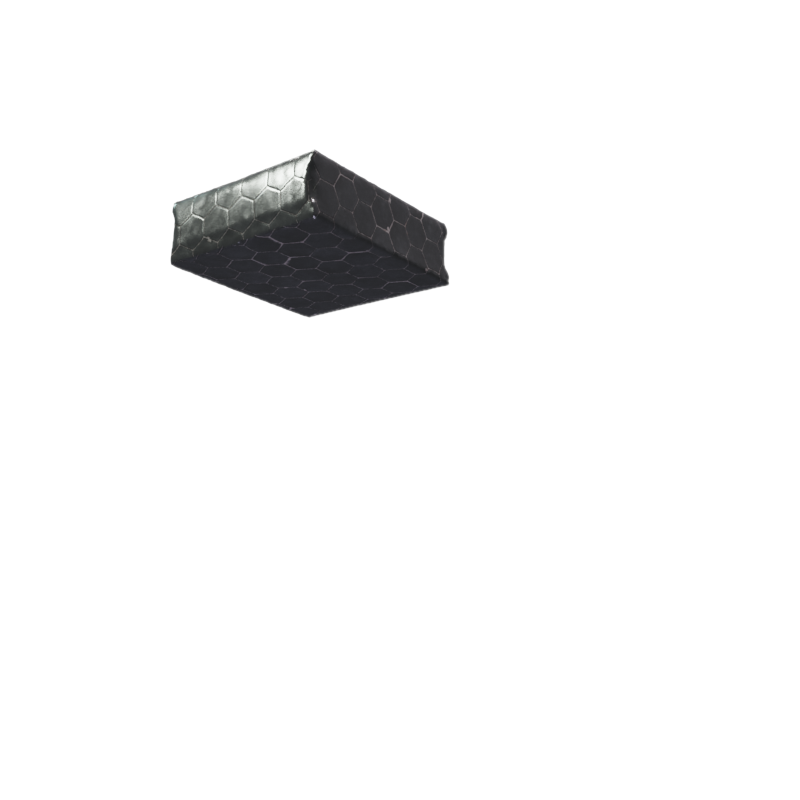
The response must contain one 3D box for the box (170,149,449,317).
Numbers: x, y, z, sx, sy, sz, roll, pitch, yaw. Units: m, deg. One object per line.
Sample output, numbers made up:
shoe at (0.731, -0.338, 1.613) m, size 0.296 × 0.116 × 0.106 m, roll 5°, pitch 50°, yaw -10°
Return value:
box at (-0.034, -0.063, 0.441) m, size 0.074 × 0.031 × 0.084 m, roll -12°, pitch -19°, yaw 36°
